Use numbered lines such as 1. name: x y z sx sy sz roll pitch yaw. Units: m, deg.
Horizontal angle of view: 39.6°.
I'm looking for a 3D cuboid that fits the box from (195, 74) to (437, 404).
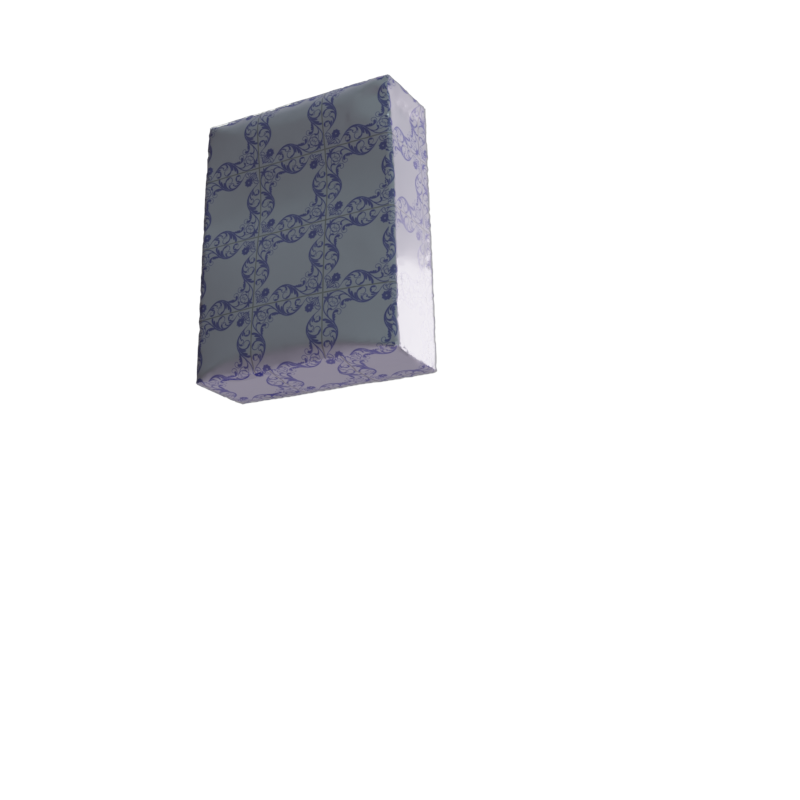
1. box: -0.064 -0.117 0.818 0.167 0.225 0.067 -11 -24 26
